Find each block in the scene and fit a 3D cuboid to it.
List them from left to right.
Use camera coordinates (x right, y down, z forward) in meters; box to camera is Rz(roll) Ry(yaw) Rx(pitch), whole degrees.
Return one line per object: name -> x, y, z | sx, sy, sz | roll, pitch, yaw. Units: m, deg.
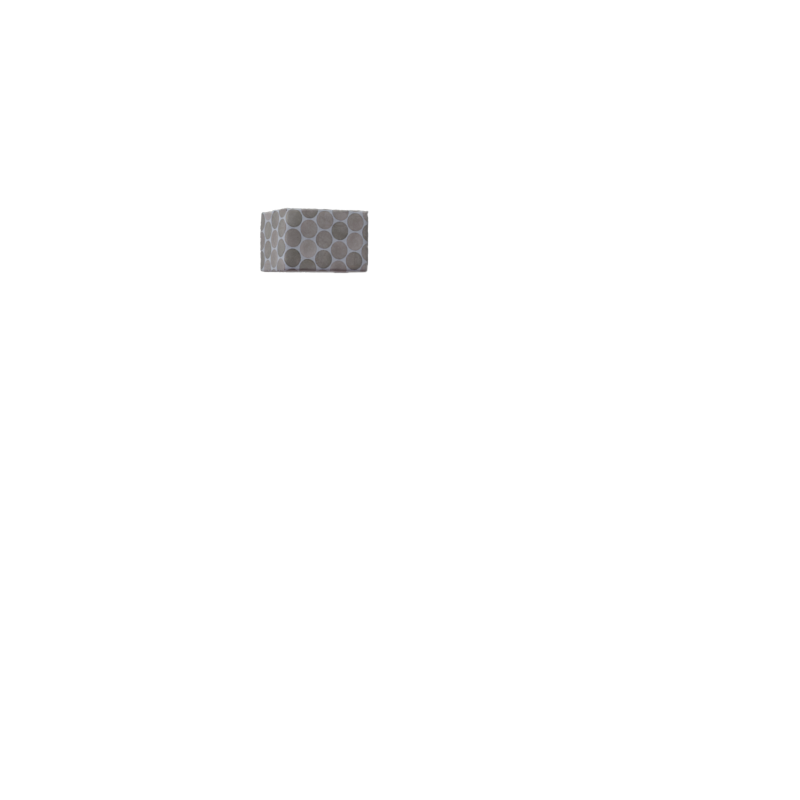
block -> -0.072, -0.132, 0.922 | 0.075, 0.051, 0.054 | -2, 2, -28
